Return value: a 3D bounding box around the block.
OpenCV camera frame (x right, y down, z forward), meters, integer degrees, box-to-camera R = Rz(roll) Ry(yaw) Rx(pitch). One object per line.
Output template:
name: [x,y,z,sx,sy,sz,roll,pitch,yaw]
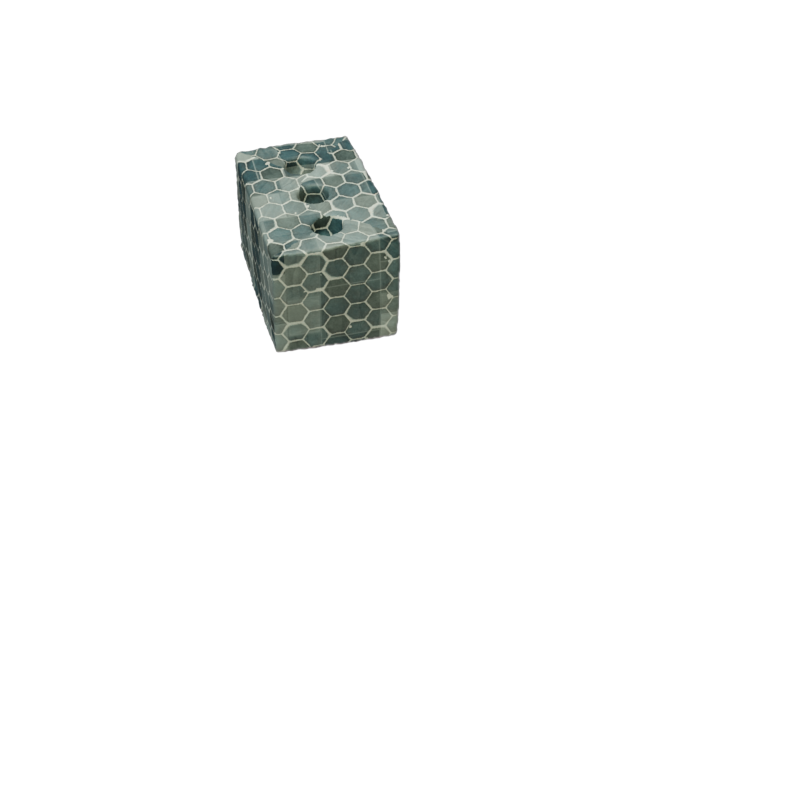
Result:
block: [-0.036,-0.067,0.466,0.052,0.048,0.084,-10,43,-14]
